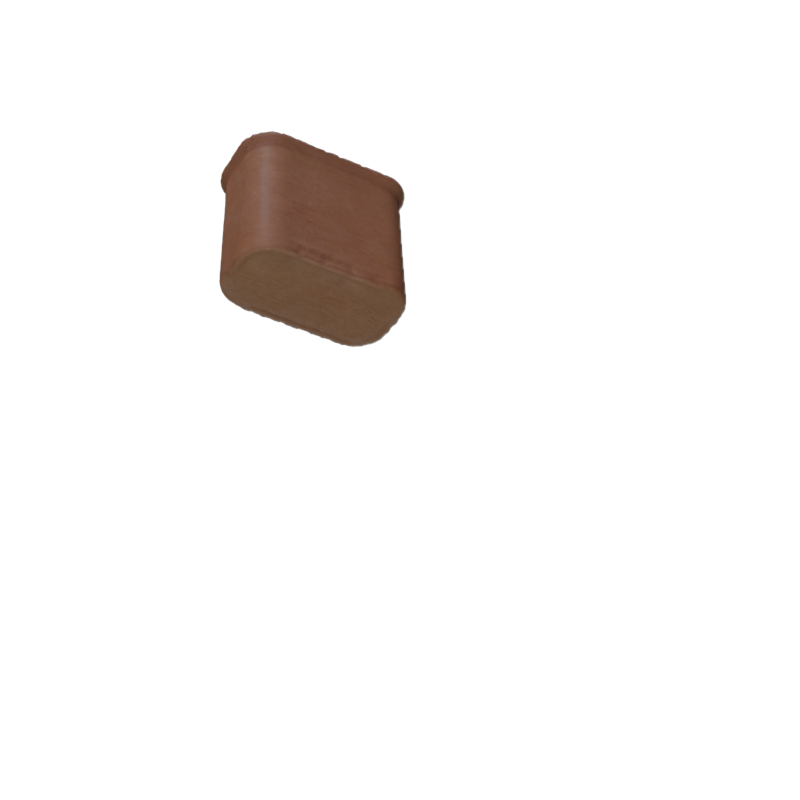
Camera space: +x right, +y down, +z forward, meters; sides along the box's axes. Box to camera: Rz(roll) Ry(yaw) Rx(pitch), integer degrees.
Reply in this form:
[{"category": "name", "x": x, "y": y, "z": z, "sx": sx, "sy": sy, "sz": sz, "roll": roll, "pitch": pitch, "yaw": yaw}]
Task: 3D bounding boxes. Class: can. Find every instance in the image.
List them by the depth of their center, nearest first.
[{"category": "can", "x": -0.047, "y": -0.085, "z": 0.595, "sx": 0.098, "sy": 0.090, "sz": 0.056, "roll": 19, "pitch": -44, "yaw": -23}]
